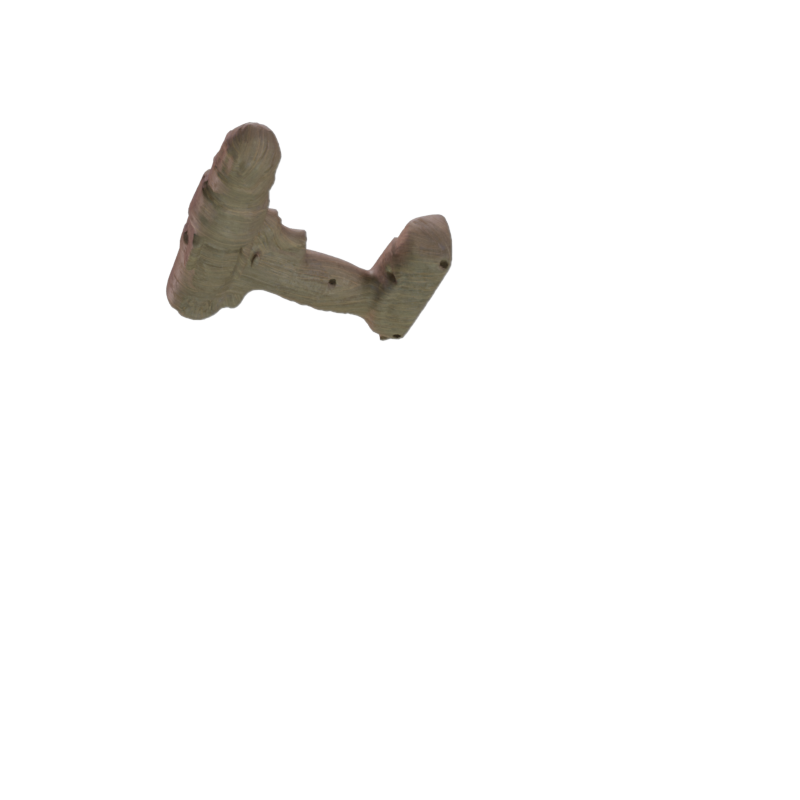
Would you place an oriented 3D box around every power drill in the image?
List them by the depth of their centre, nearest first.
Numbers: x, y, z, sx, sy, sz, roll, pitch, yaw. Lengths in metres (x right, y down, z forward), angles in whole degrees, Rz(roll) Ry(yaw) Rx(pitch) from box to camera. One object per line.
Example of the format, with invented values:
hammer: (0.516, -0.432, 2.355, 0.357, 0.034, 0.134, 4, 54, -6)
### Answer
power drill: (-0.062, -0.114, 0.795, 0.182, 0.061, 0.177, 12, -38, -17)
